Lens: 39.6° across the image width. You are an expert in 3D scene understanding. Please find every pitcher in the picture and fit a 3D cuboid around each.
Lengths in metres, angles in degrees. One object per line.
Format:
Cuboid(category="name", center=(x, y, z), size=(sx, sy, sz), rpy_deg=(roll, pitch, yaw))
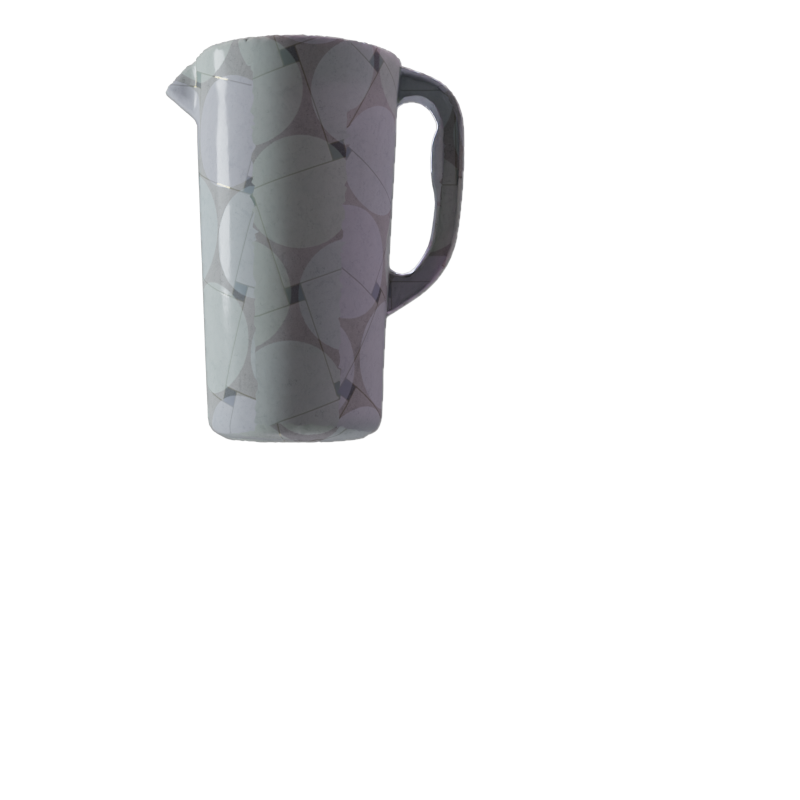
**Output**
Cuboid(category="pitcher", center=(-0.055, -0.100, 0.697), size=(0.154, 0.246, 0.139), rpy_deg=(-3, -4, 41))
